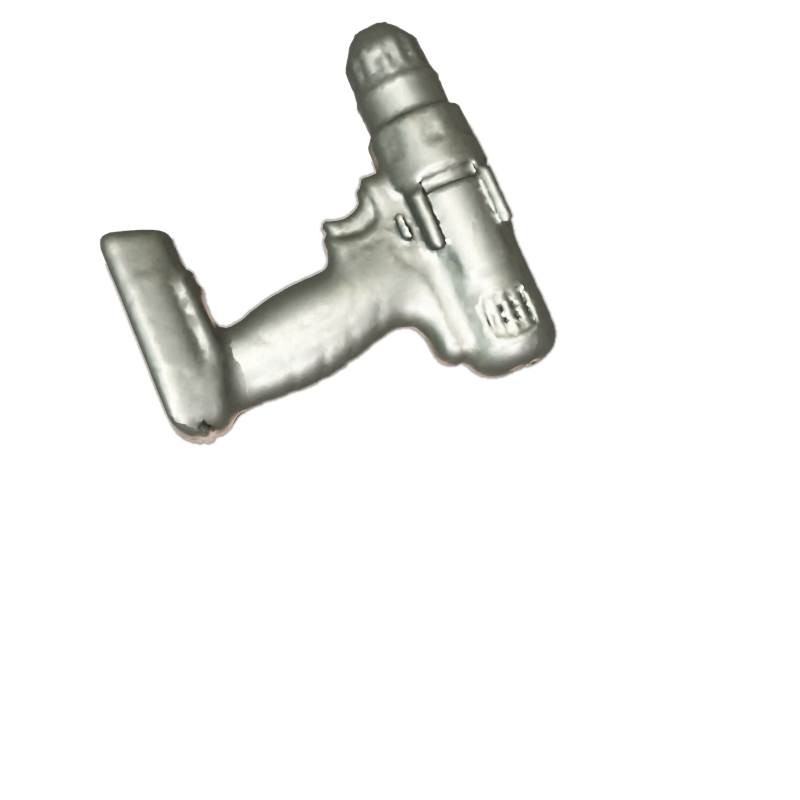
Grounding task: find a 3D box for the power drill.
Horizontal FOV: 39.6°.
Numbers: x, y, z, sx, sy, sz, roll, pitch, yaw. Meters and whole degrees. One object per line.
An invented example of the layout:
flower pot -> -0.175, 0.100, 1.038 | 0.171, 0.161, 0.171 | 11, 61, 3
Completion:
power drill -> -0.041, -0.075, 0.525 | 0.187, 0.192, 0.055 | -22, -14, -6
